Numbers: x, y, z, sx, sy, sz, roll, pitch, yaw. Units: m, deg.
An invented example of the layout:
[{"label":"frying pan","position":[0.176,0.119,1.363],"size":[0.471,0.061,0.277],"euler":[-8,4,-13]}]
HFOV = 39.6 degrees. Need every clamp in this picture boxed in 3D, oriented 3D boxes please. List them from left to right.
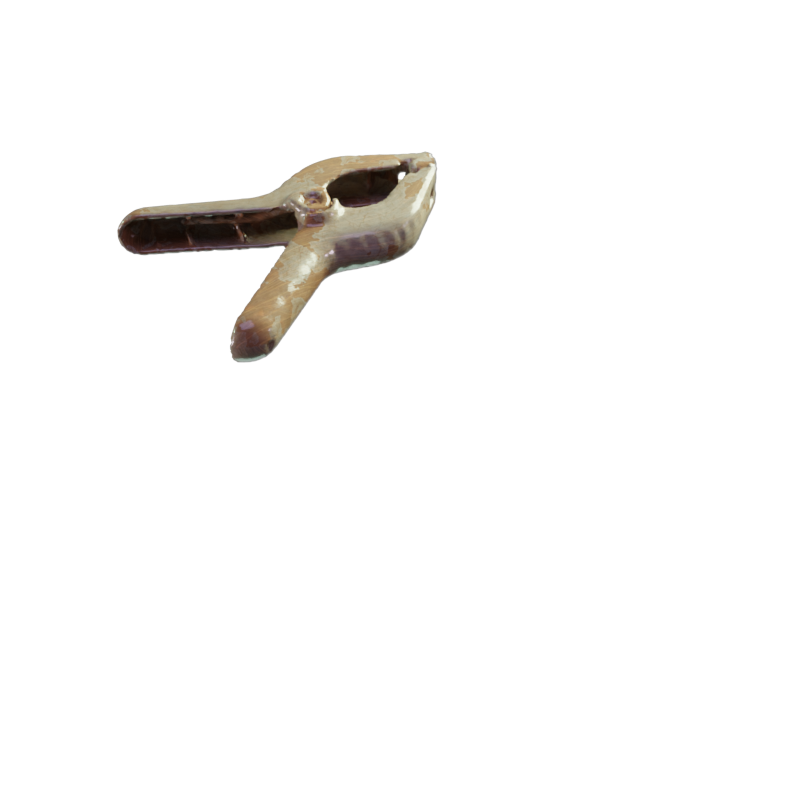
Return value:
[{"label":"clamp","position":[-0.044,-0.080,0.559],"size":[0.170,0.036,0.130],"euler":[-22,51,-19]}]
